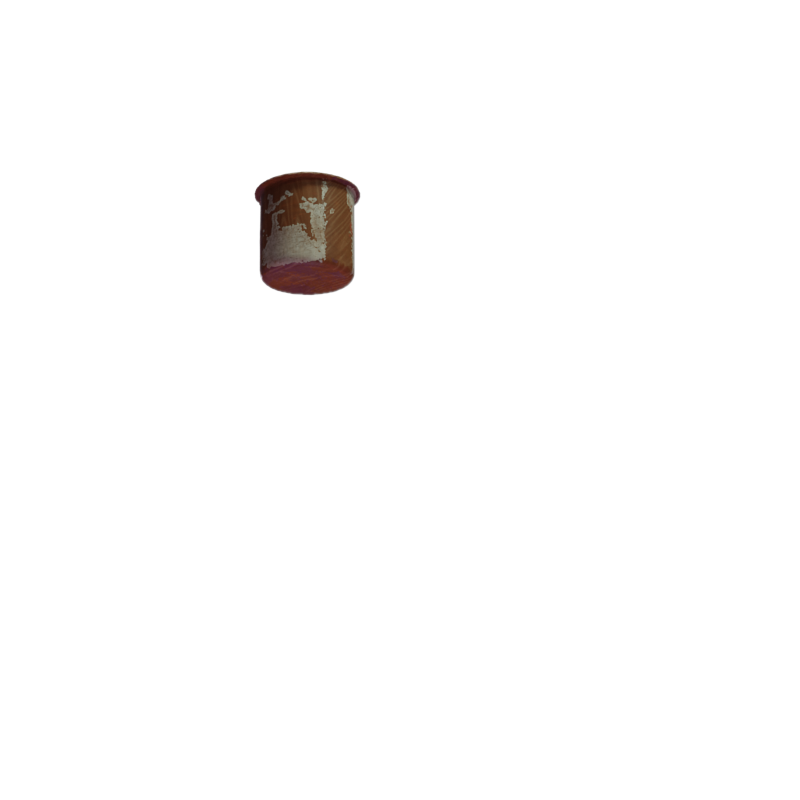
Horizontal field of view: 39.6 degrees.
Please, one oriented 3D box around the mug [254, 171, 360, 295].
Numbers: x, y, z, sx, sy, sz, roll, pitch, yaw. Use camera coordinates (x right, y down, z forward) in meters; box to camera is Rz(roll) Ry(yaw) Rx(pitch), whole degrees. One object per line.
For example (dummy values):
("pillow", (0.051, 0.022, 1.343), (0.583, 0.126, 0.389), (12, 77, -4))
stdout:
("mug", (-0.076, -0.138, 0.969), (0.095, 0.085, 0.110), (-8, -19, 22))
